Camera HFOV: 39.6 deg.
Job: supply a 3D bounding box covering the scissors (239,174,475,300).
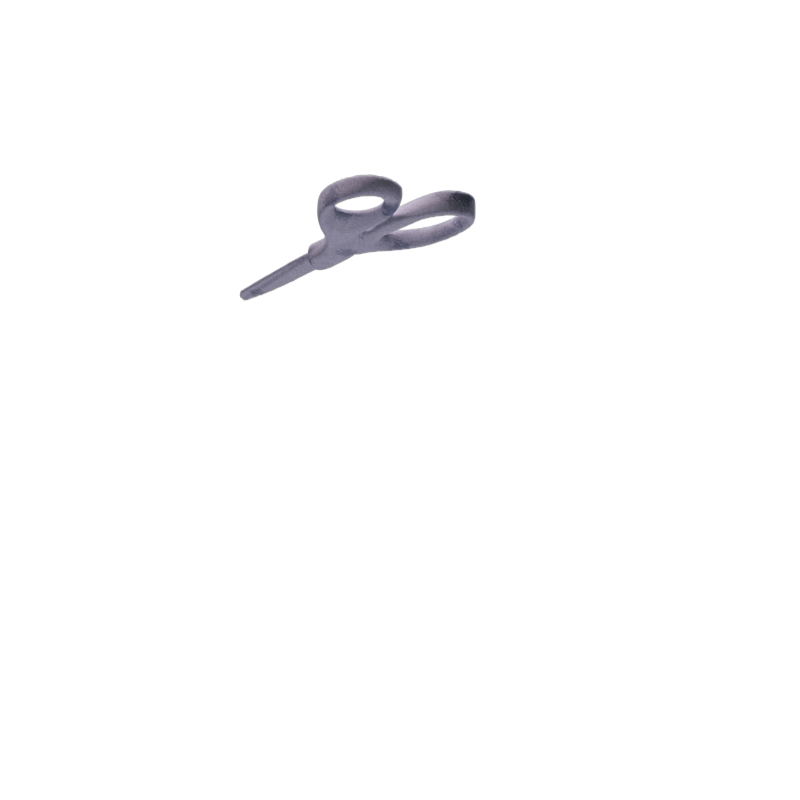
[{"bbox_3d":[-0.051,-0.094,0.656,0.205,0.016,0.090,-11,-19,35],"label":"scissors"}]
